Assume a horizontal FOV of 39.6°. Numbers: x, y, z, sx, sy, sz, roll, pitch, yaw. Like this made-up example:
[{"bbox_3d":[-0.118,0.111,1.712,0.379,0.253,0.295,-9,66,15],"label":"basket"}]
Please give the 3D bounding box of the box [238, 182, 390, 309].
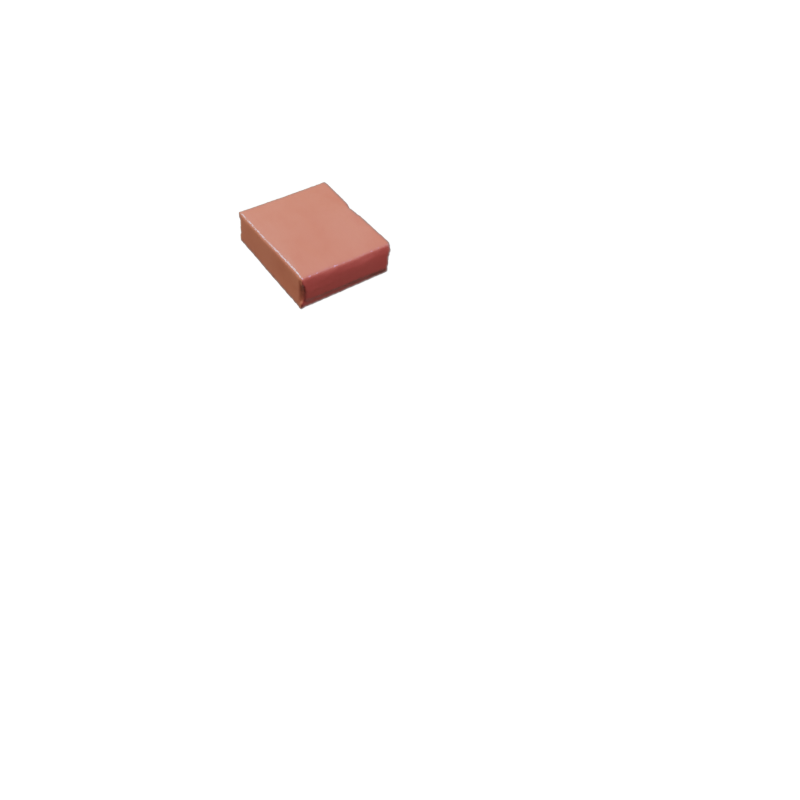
[{"bbox_3d":[-0.061,-0.112,0.783,0.073,0.028,0.096,-24,49,-23],"label":"box"}]
